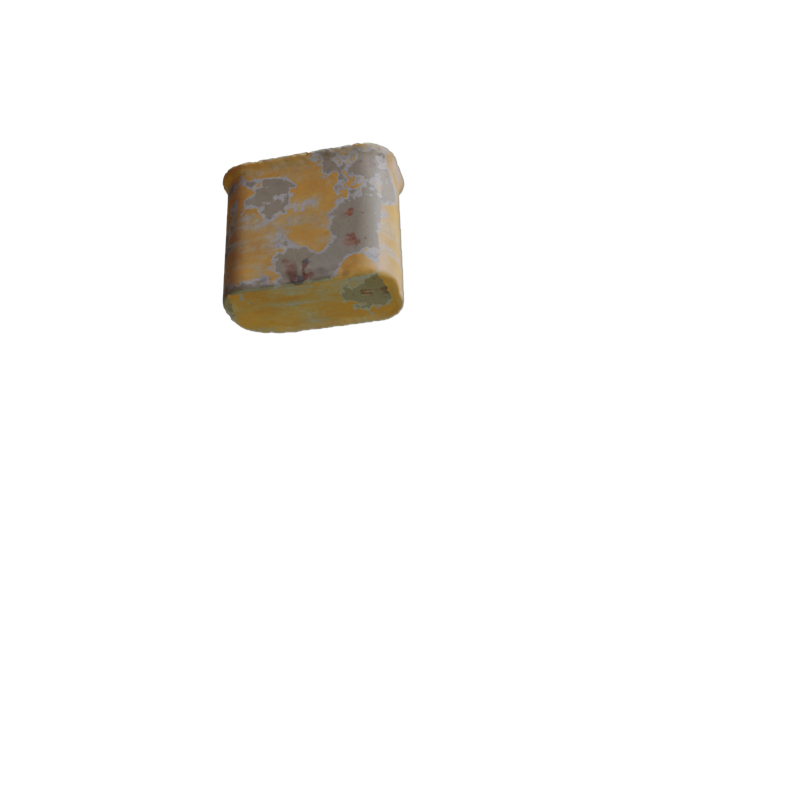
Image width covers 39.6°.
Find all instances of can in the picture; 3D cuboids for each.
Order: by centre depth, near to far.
[{"bbox_3d":[-0.048,-0.088,0.616,0.103,0.089,0.053,-8,-31,12],"label":"can"}]
